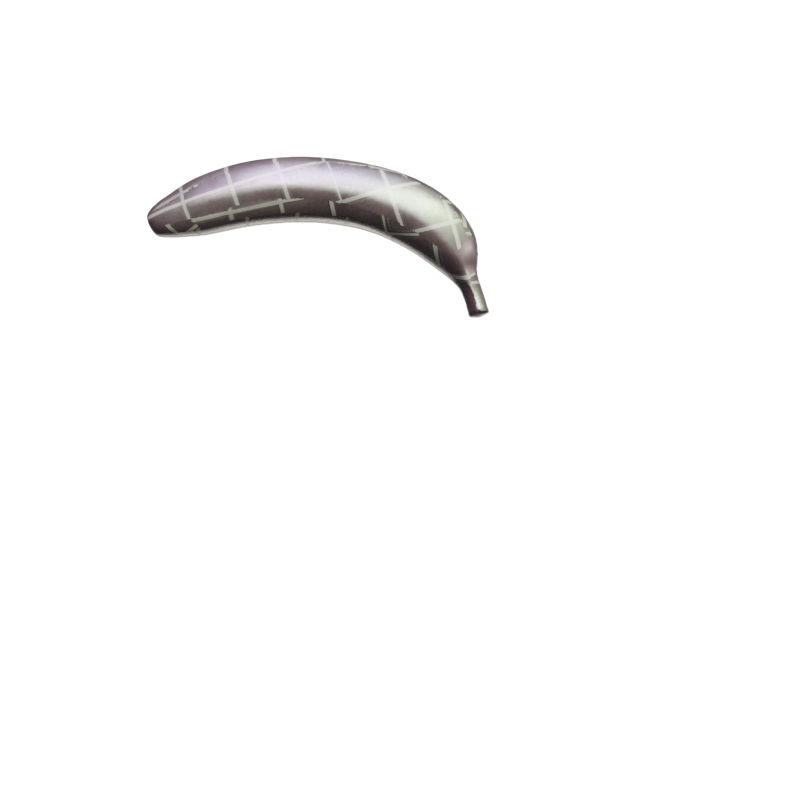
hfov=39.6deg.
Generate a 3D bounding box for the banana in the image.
[{"bbox_3d":[-0.040,-0.104,0.622,0.200,0.072,0.035,14,-22,6],"label":"banana"}]
